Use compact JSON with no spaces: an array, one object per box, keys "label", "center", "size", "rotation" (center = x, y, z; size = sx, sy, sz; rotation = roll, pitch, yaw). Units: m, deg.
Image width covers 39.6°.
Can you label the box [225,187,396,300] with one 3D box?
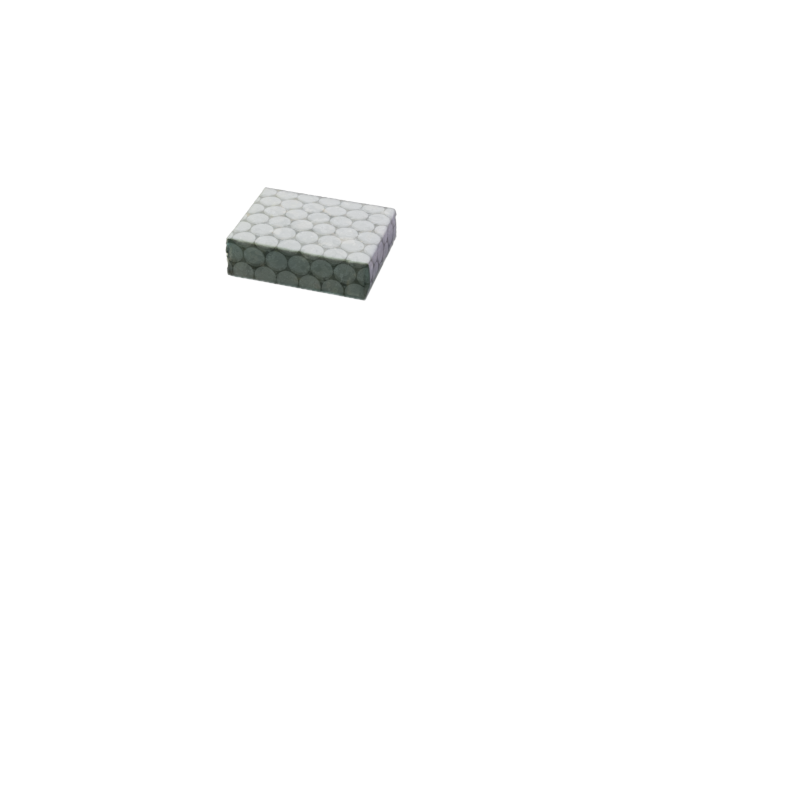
[{"label":"box","center":[-0.067,-0.122,0.856],"size":[0.116,0.036,0.094],"rotation":[9,35,13]}]
